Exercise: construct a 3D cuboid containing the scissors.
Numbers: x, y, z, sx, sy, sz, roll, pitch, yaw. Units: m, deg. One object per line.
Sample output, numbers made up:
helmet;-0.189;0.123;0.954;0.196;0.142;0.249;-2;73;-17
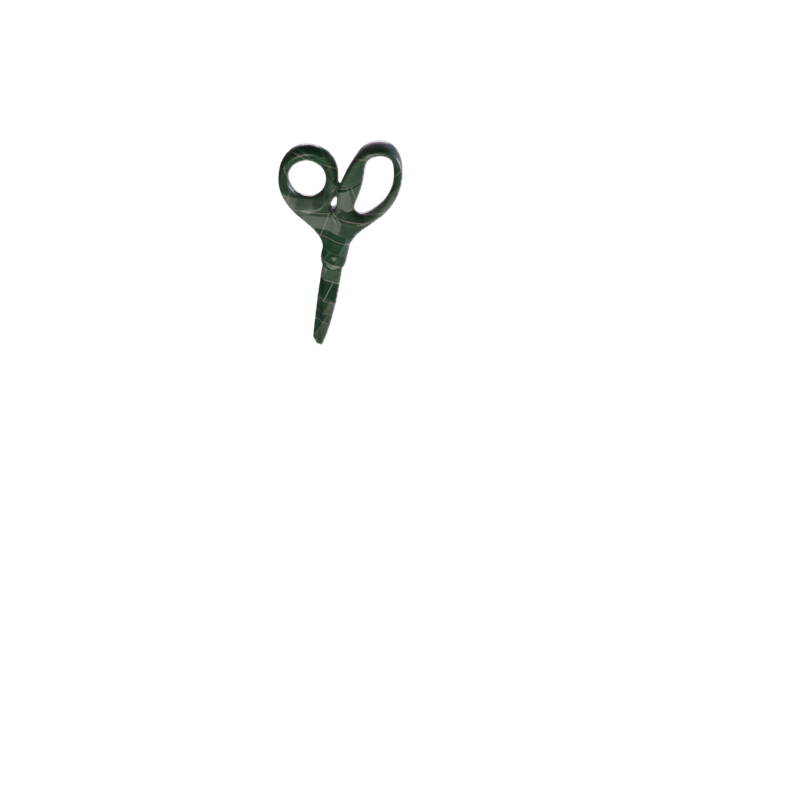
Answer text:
scissors;-0.065;-0.118;0.825;0.093;0.017;0.194;18;-48;-18
